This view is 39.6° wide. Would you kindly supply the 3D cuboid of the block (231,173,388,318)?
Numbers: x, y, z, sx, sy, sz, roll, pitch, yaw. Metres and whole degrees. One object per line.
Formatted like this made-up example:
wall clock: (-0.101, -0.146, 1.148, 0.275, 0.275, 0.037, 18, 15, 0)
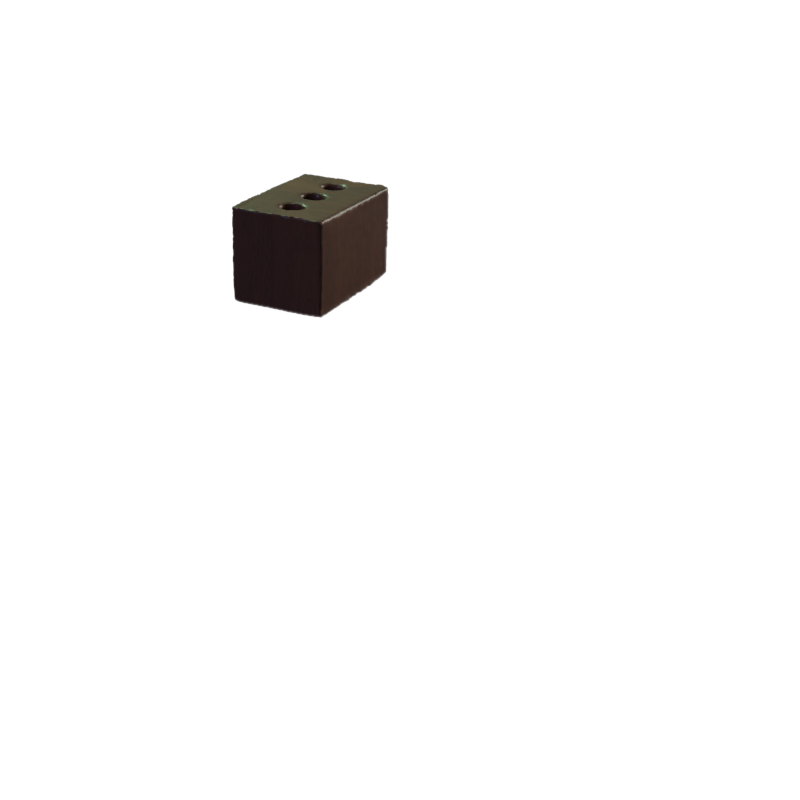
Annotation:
block: (-0.045, -0.083, 0.578, 0.055, 0.049, 0.079, 11, 25, 23)
